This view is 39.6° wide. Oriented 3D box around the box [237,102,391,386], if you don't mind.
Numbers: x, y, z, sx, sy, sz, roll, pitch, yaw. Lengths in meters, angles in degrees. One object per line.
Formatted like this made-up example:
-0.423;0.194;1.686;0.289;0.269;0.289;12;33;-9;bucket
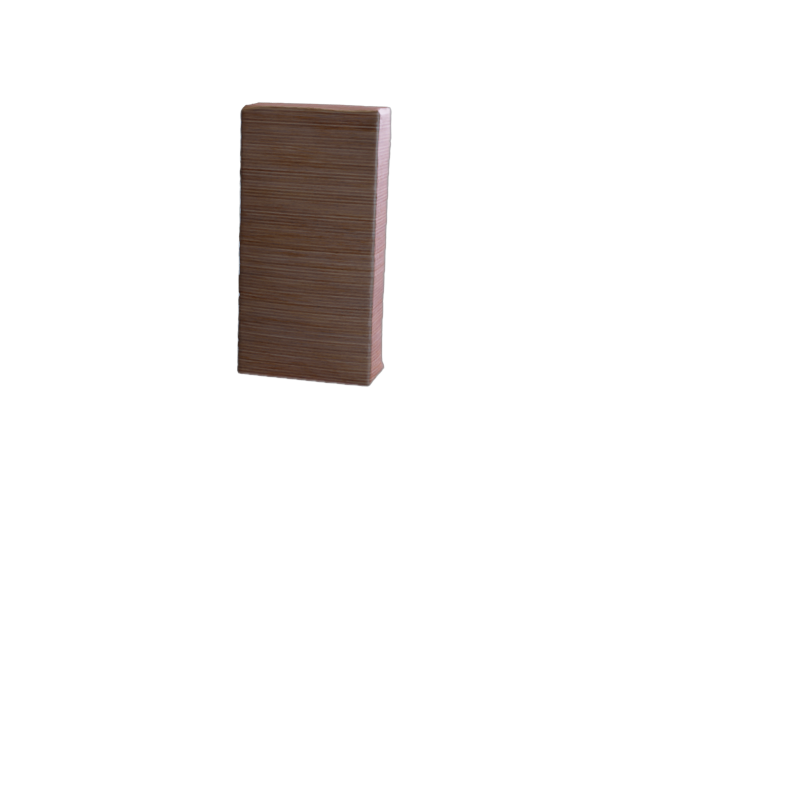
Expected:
-0.056;-0.102;0.716;0.095;0.171;0.048;4;13;14;box
